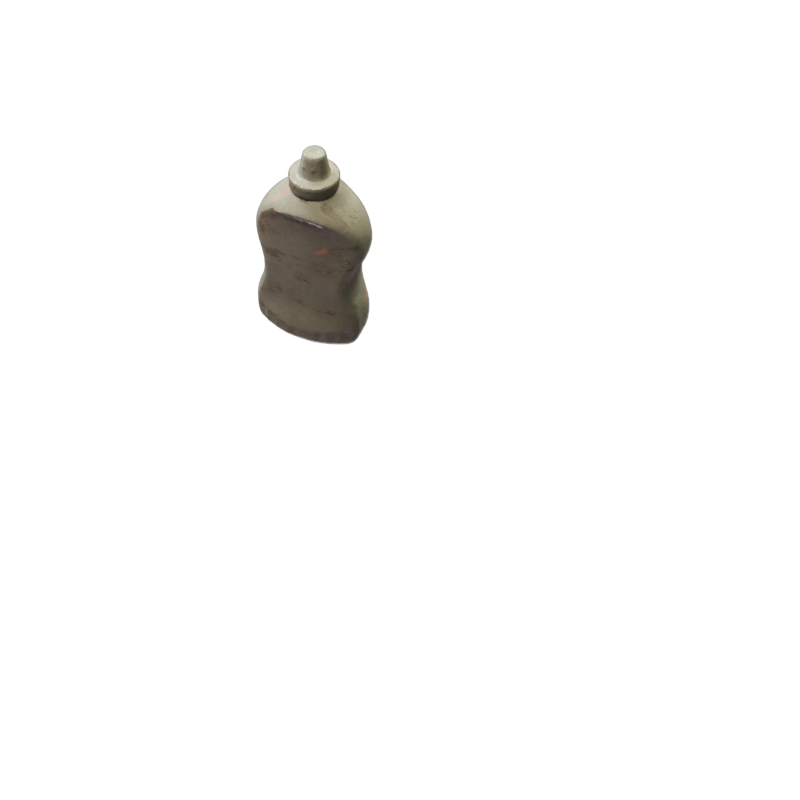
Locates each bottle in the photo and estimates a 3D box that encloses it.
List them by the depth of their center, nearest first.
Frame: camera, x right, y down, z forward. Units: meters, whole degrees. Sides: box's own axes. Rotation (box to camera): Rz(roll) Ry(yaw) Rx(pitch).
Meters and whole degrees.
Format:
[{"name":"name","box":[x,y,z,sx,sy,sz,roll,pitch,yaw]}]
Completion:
[{"name":"bottle","box":[-0.071,-0.131,0.914,0.099,0.060,0.179,22,-39,15]}]
